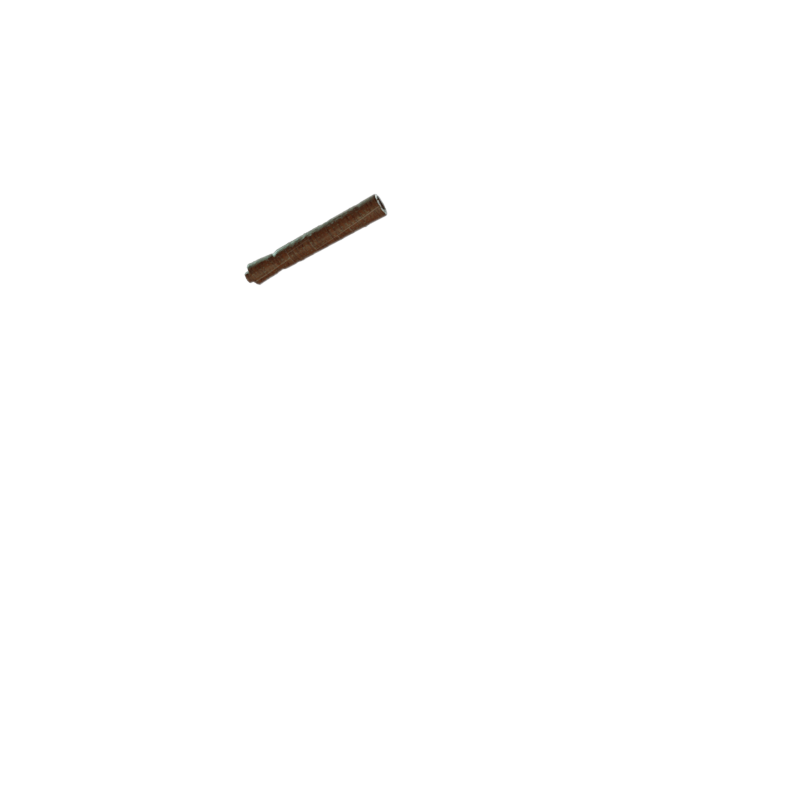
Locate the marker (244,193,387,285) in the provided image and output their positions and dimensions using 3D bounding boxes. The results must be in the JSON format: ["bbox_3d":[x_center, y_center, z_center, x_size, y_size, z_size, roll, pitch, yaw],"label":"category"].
[{"bbox_3d":[-0.066,-0.121,0.848,0.121,0.020,0.019,-27,-3,14],"label":"marker"}]
